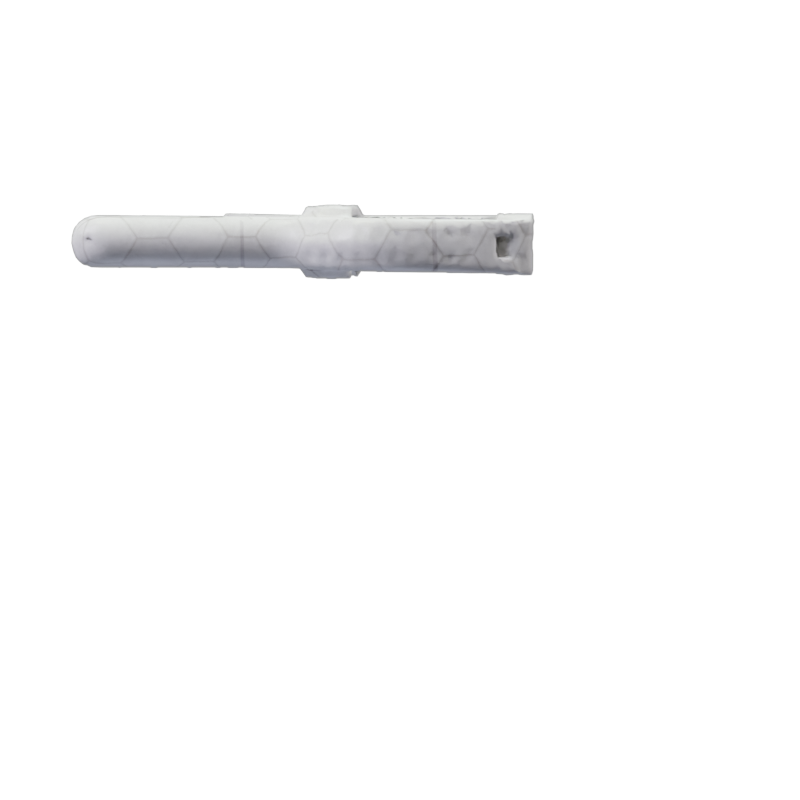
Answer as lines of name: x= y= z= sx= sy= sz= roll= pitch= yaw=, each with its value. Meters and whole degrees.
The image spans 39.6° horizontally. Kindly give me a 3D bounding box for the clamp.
clamp: x=-0.043 y=-0.078 z=0.546 sx=0.217 sy=0.036 sz=0.161 roll=5 pitch=12 yaw=26
